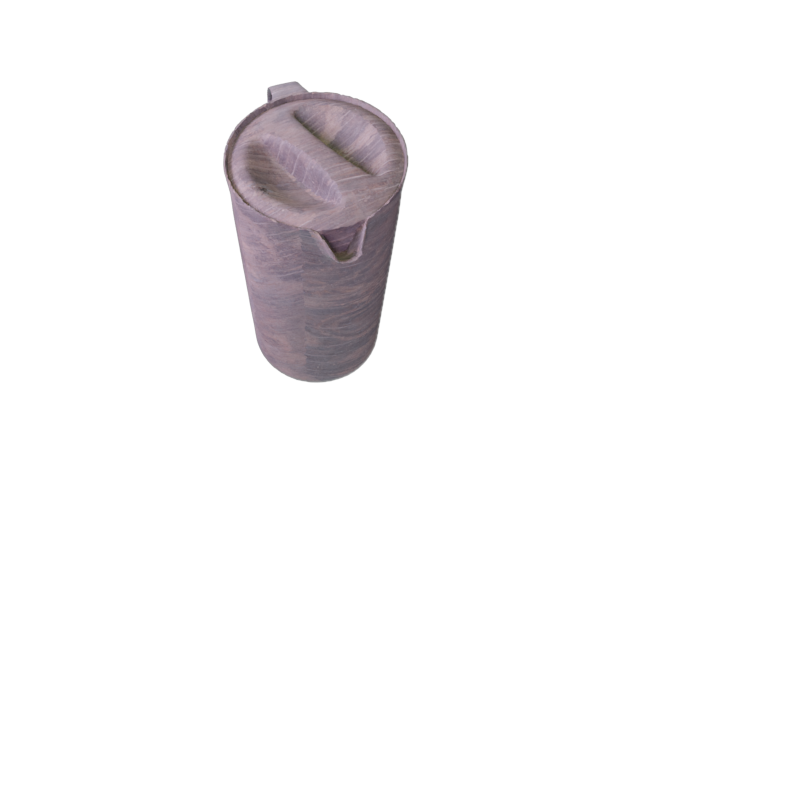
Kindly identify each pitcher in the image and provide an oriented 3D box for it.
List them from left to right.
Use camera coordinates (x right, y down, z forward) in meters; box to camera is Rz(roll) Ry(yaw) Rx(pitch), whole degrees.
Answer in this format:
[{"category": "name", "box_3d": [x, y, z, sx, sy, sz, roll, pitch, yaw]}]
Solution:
[{"category": "pitcher", "box_3d": [-0.070, -0.127, 0.892, 0.149, 0.155, 0.227, 23, -31, 12]}]
